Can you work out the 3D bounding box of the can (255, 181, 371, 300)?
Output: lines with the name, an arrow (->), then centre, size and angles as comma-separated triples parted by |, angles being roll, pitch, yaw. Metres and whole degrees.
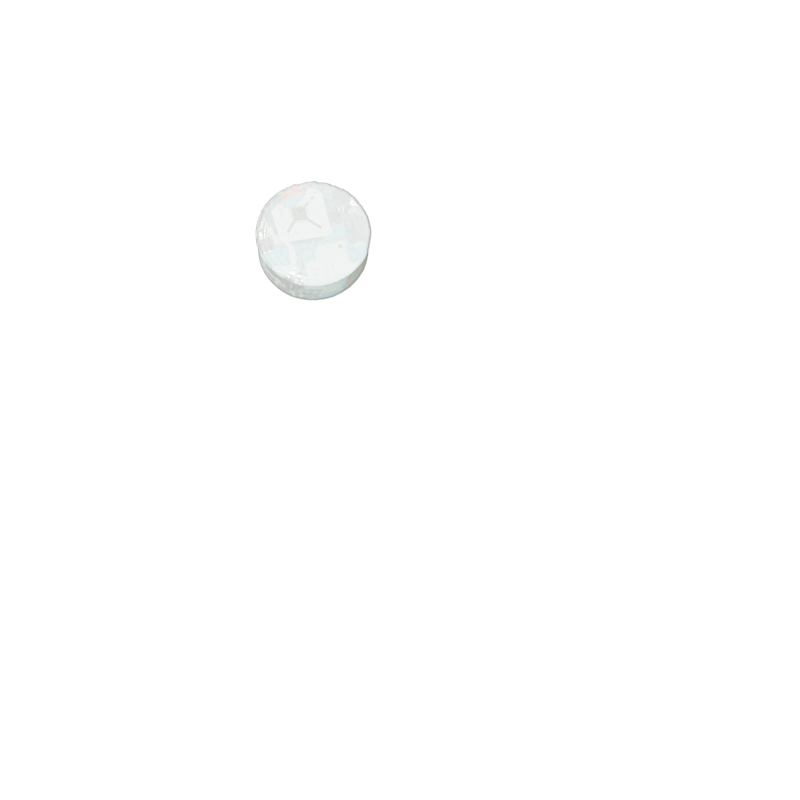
can -> -0.065, -0.119, 0.836 | 0.086, 0.091, 0.032 | -1, -23, -1
